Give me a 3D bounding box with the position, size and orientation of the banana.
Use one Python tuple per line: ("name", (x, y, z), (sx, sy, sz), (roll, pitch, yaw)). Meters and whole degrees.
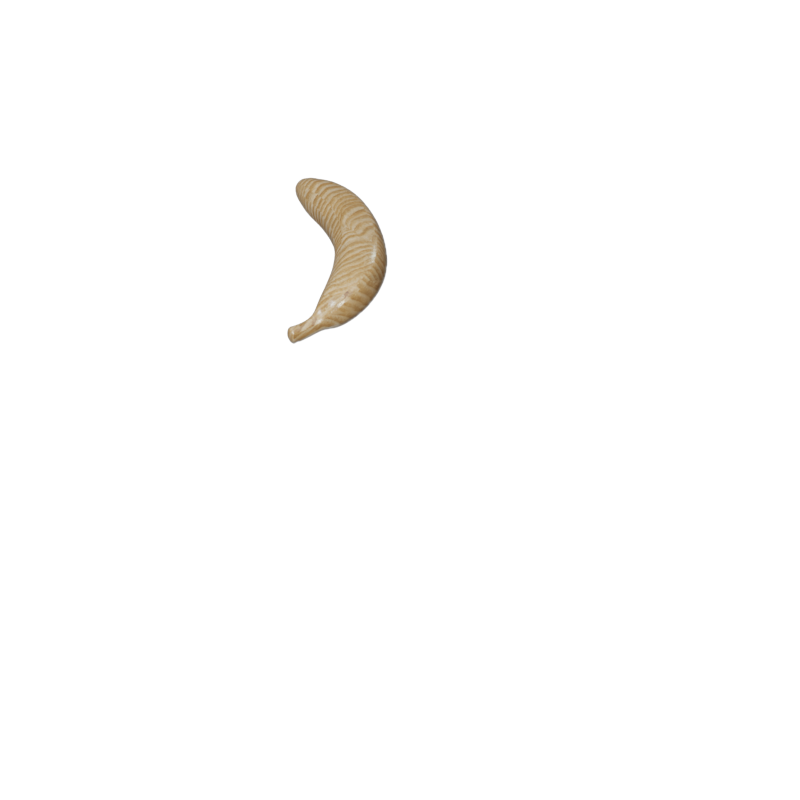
("banana", (-0.045, -0.113, 0.810), (0.069, 0.034, 0.211), (-1, 38, -2))
